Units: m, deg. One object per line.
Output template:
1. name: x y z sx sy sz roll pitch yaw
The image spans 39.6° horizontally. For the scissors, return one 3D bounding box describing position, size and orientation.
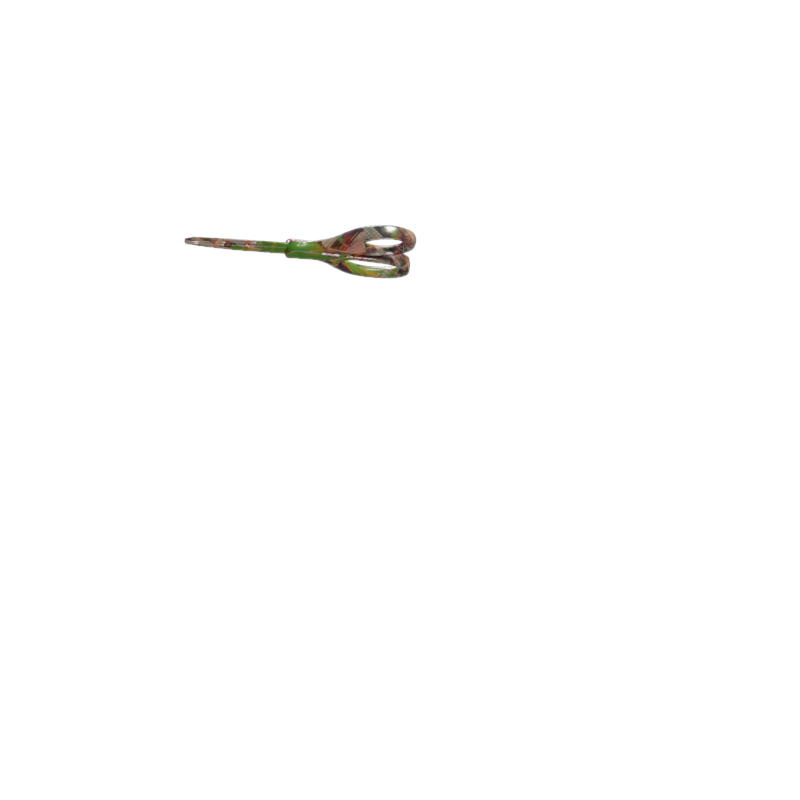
1. scissors: -0.075 -0.136 0.952 0.194 0.017 0.095 9 -21 -24
